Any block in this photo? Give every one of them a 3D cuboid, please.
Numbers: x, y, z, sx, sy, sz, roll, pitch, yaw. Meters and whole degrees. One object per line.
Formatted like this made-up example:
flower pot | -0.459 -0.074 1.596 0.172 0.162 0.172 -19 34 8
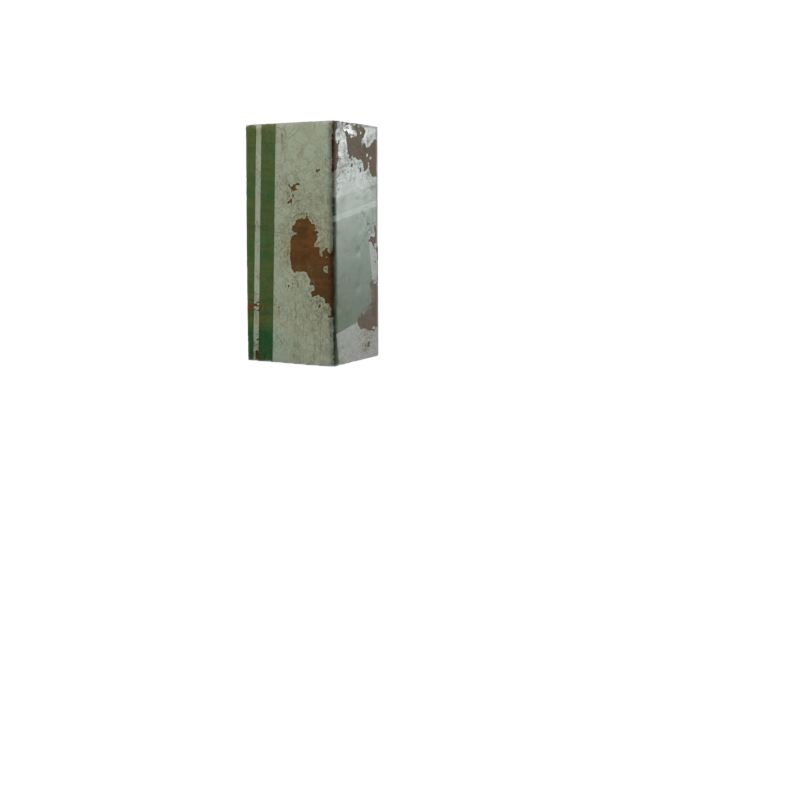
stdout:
block | -0.077 -0.140 0.983 0.094 0.205 0.088 2 3 27
